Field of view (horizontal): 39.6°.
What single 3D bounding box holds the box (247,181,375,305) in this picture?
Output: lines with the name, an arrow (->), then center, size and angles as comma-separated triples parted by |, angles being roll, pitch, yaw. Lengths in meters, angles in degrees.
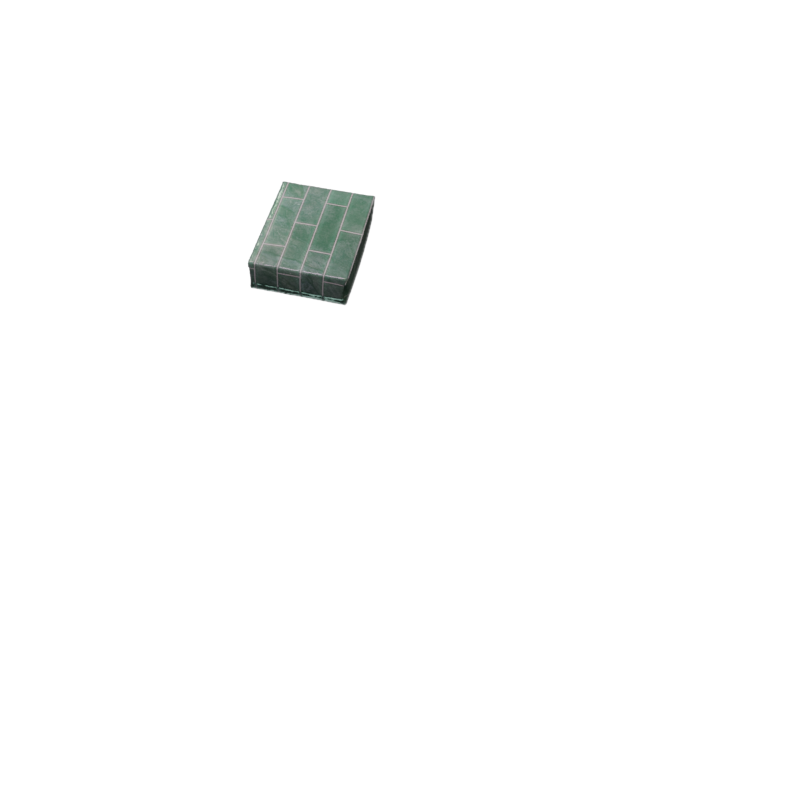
box -> -0.078, -0.143, 0.998 | 0.091, 0.120, 0.036 | 10, -42, 8
